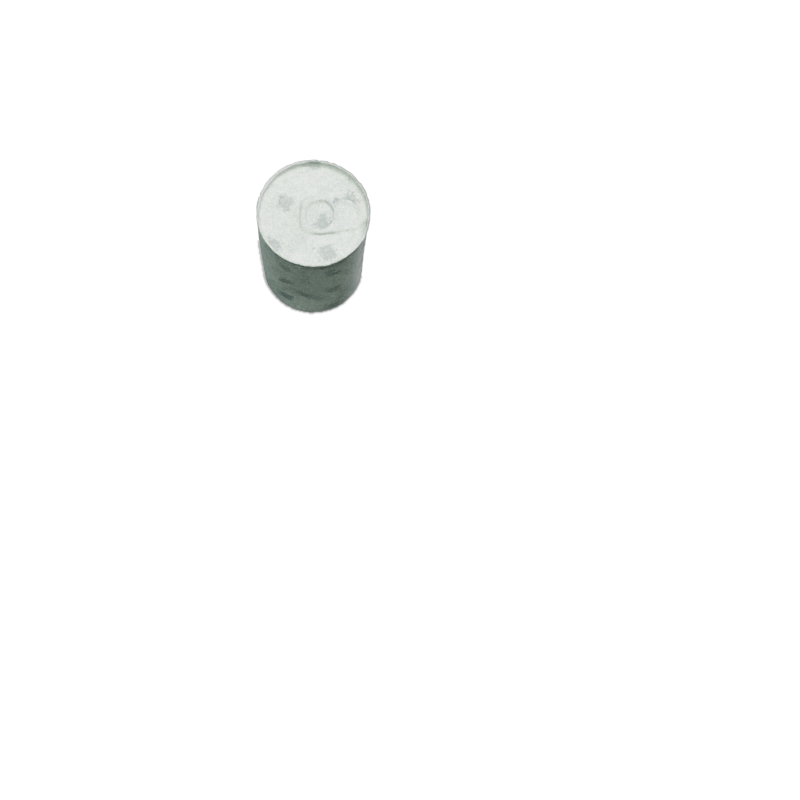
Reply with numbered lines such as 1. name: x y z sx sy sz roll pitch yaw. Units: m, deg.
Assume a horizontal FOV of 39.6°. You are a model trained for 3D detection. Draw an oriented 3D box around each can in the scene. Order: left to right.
1. can: -0.055 -0.100 0.702 0.068 0.071 0.098 0 -15 -3
